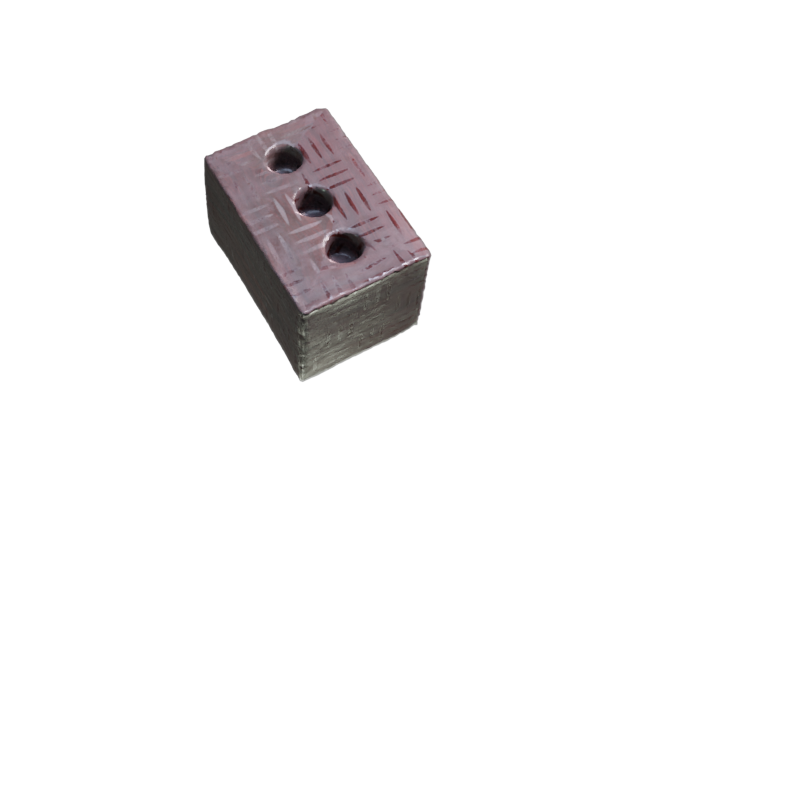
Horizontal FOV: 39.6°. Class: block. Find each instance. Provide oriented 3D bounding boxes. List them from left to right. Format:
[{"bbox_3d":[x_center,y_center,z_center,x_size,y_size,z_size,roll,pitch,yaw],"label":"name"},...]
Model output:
[{"bbox_3d":[-0.032,-0.058,0.407,0.052,0.083,0.048,-26,-27,-16],"label":"block"}]
